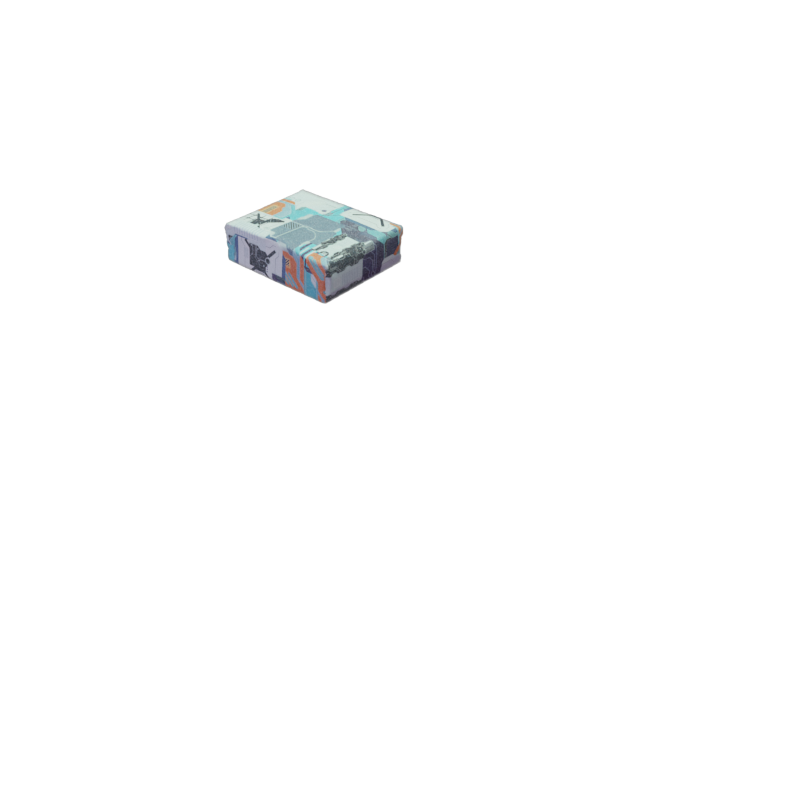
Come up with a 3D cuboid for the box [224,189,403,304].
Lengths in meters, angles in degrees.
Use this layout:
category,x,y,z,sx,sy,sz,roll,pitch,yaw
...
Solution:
category,x,y,z,sx,sy,sz,roll,pitch,yaw
box,-0.055,-0.101,0.704,0.095,0.028,0.073,26,40,34
